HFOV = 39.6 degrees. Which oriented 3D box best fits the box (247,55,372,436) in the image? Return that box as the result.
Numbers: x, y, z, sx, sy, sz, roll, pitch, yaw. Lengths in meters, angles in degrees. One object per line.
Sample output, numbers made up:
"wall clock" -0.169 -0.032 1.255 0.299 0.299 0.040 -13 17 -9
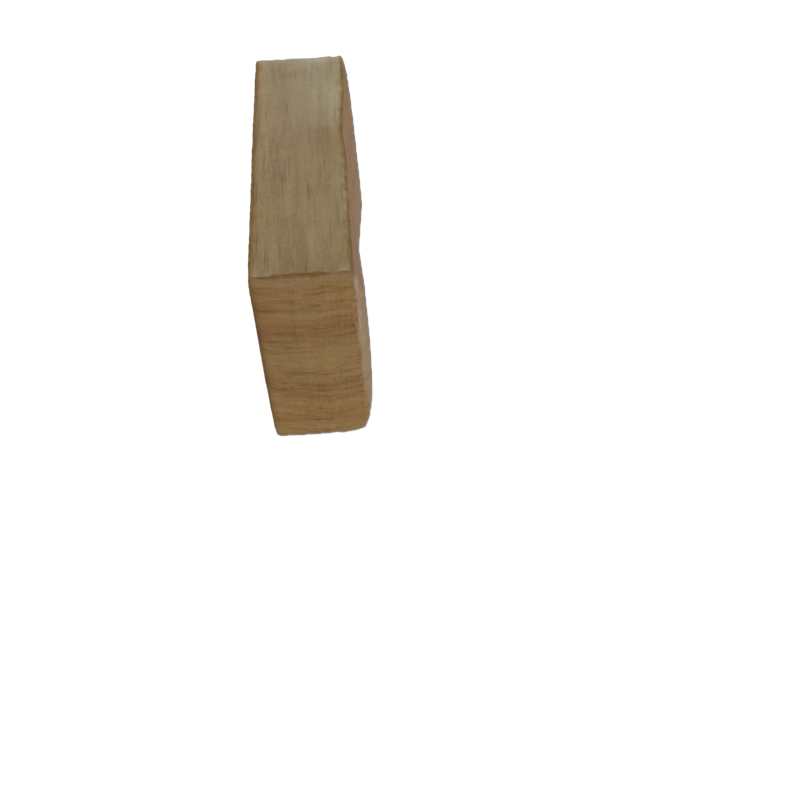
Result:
"box" -0.060 -0.110 0.769 0.072 0.230 0.152 -4 -40 0
